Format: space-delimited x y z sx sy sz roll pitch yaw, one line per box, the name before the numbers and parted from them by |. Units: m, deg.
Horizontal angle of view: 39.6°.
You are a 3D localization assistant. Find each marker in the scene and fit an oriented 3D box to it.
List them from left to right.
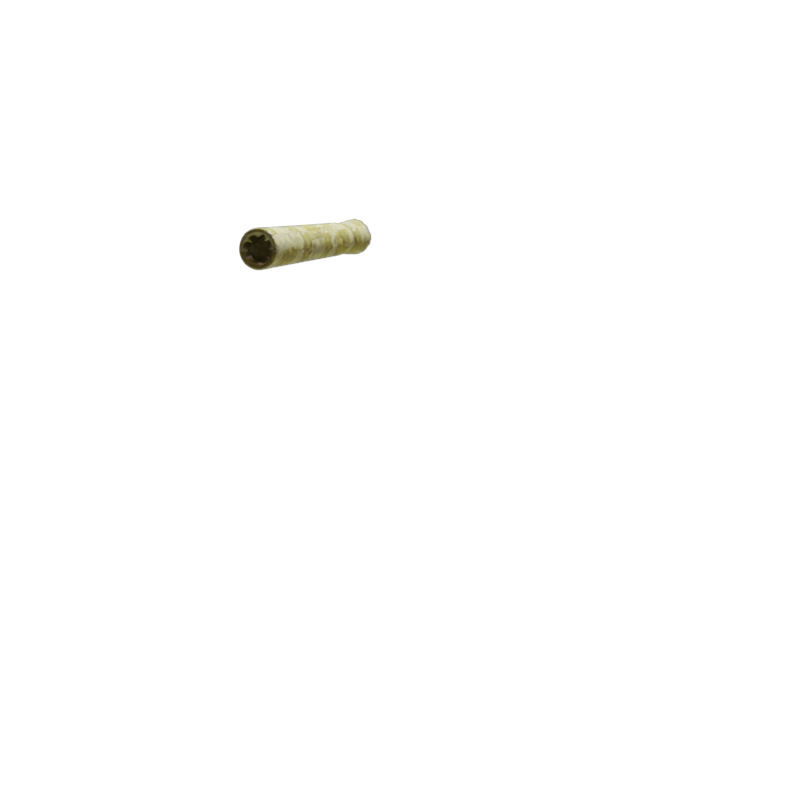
marker | -0.042 -0.077 0.536 0.020 0.019 0.119 1 11 20
